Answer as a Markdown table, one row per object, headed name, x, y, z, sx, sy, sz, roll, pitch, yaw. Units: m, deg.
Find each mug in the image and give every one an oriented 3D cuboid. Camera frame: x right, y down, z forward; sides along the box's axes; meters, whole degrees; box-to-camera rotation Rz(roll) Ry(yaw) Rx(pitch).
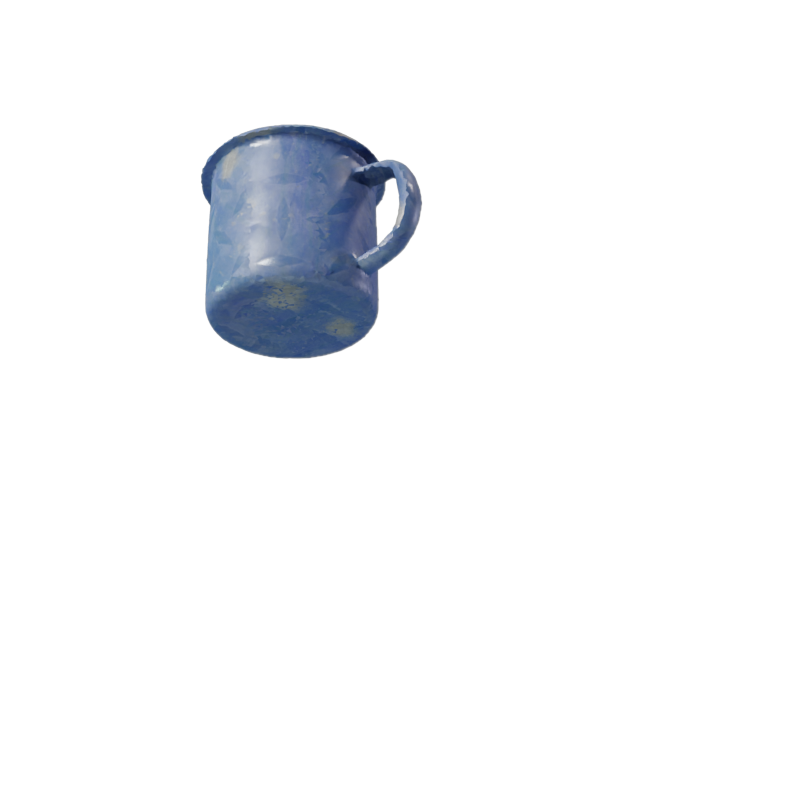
| name | x | y | z | sx | sy | sz | roll | pitch | yaw |
| --- | --- | --- | --- | --- | --- | --- | --- | --- | --- |
| mug | -0.042 | -0.076 | 0.531 | 0.118 | 0.087 | 0.086 | -17 | -34 | 26 |
